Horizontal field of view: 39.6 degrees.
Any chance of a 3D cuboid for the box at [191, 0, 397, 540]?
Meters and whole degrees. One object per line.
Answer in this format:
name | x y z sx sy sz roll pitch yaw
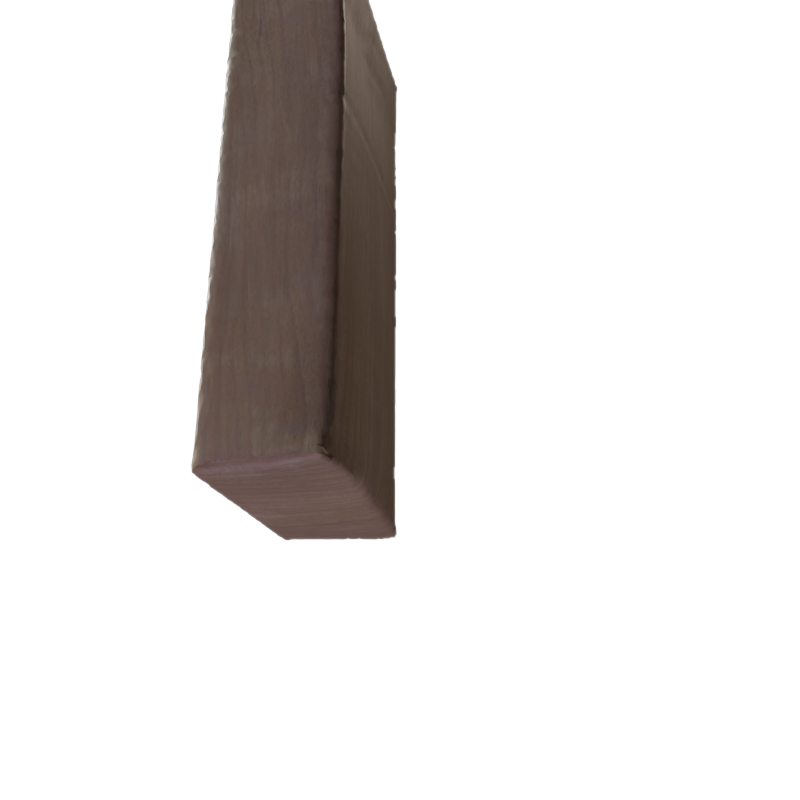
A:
box | -0.029 -0.052 0.365 0.049 0.186 0.087 -7 -25 10
